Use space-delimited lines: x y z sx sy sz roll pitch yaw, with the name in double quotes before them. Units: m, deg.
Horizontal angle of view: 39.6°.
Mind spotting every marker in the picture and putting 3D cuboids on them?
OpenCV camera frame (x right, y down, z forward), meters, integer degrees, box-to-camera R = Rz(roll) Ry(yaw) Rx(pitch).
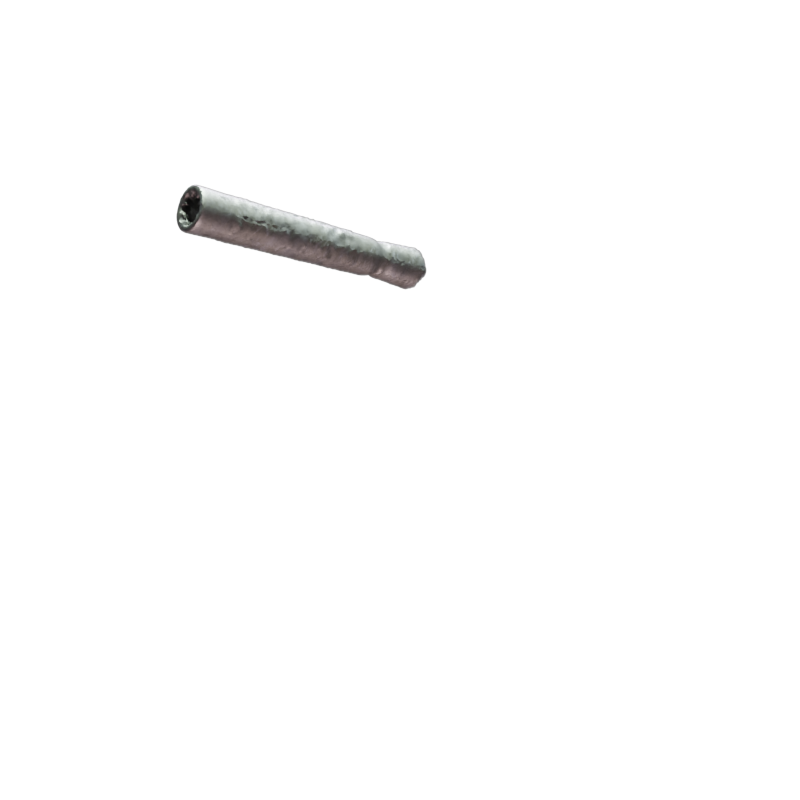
"marker" -0.036 -0.065 0.455 0.115 0.020 0.021 10 -3 -38
